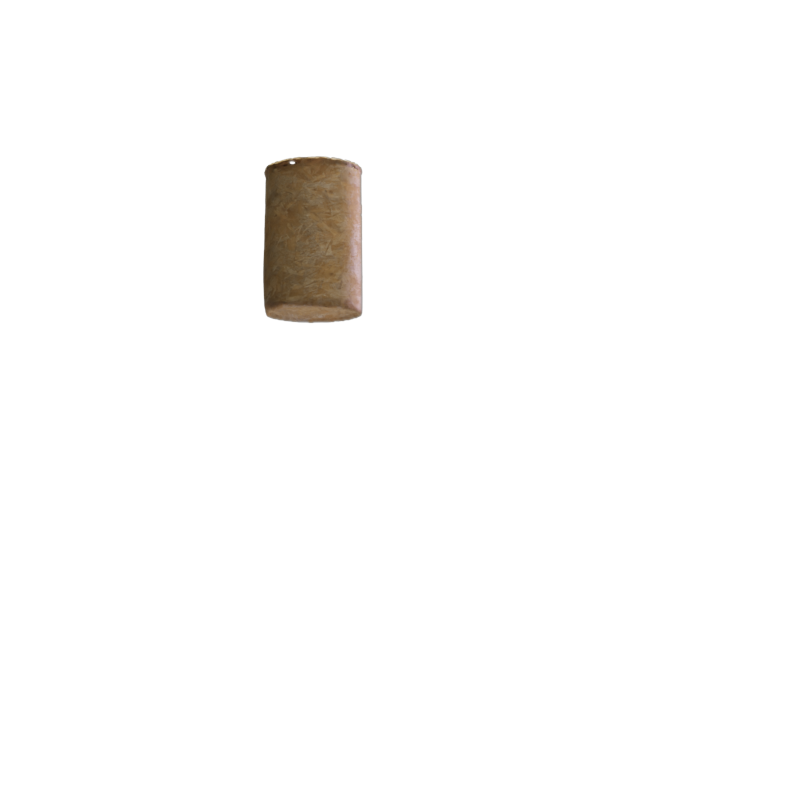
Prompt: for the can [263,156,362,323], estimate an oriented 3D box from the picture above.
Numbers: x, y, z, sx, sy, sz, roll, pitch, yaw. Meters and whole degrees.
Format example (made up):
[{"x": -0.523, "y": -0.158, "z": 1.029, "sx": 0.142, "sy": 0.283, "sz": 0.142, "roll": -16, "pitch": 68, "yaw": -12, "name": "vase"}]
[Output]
[{"x": -0.059, "y": -0.108, "z": 0.757, "sx": 0.068, "sy": 0.105, "sz": 0.067, "roll": 0, "pitch": -11, "yaw": -2, "name": "can"}]
